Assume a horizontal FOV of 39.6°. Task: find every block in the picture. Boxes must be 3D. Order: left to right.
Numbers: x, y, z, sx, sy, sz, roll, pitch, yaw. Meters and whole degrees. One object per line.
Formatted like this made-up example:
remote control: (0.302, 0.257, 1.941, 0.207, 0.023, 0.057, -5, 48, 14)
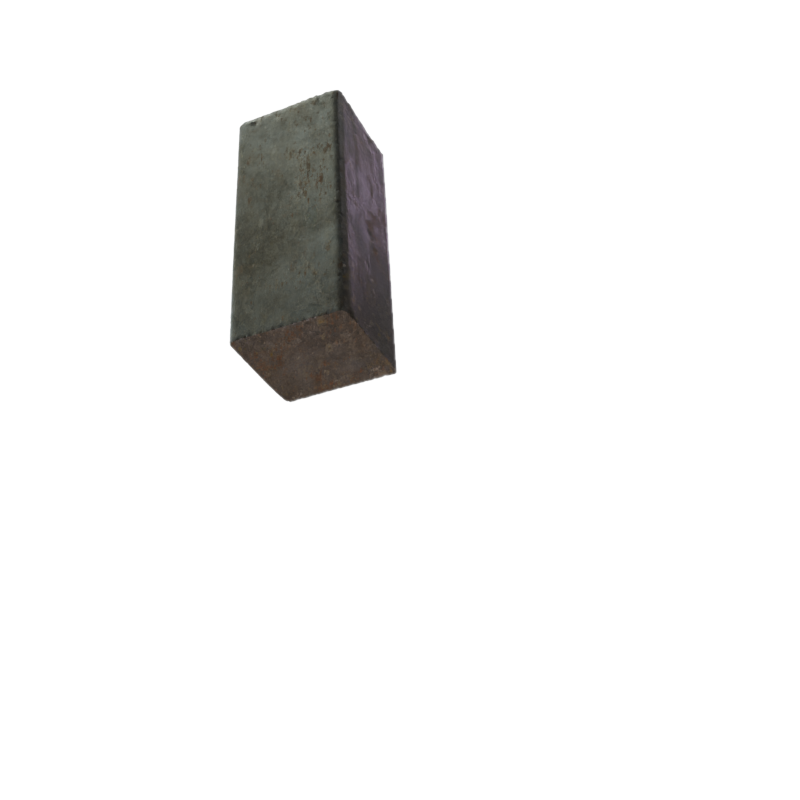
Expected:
block: (-0.065, -0.118, 0.824, 0.092, 0.221, 0.083, -17, -38, 19)
